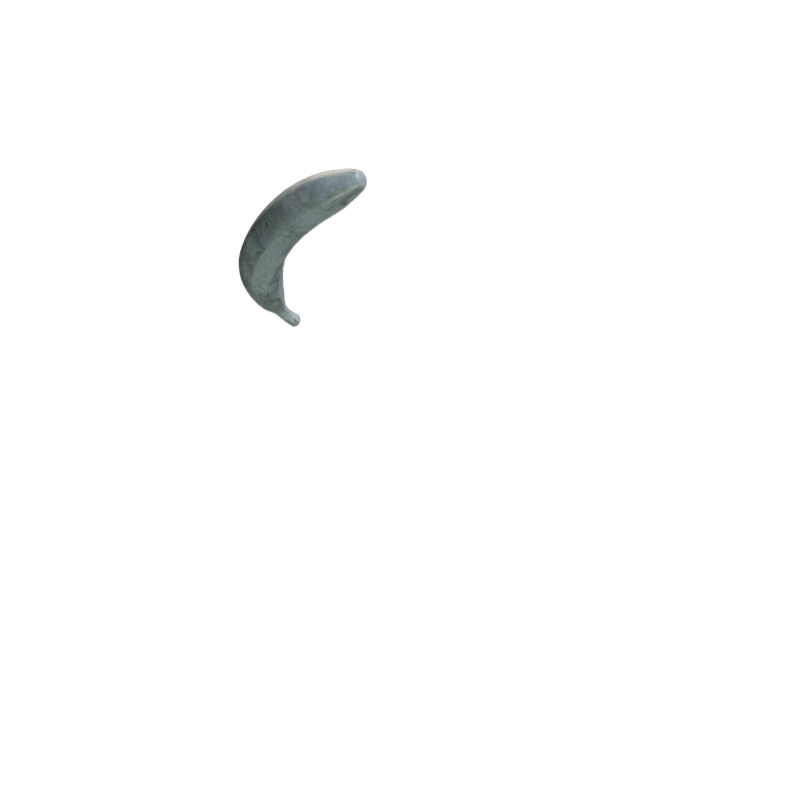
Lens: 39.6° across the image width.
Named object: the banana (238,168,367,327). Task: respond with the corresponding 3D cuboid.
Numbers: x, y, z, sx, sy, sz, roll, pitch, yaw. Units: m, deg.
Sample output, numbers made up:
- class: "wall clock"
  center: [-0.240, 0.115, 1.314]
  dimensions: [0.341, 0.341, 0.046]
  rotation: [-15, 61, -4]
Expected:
- class: "banana"
  center: [-0.088, -0.127, 0.884]
  dimensions: [0.068, 0.039, 0.190]
  rotation: [10, -33, -17]
